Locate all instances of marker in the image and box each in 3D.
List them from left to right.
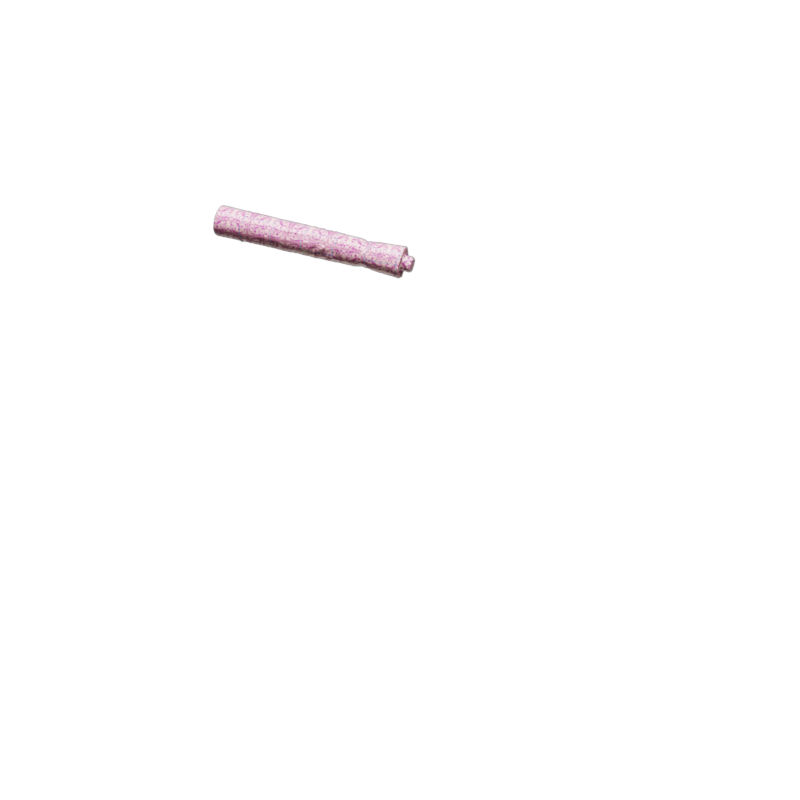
[{"bbox_3d":[-0.050,-0.092,0.645,0.125,0.019,0.019,15,8,17],"label":"marker"}]
